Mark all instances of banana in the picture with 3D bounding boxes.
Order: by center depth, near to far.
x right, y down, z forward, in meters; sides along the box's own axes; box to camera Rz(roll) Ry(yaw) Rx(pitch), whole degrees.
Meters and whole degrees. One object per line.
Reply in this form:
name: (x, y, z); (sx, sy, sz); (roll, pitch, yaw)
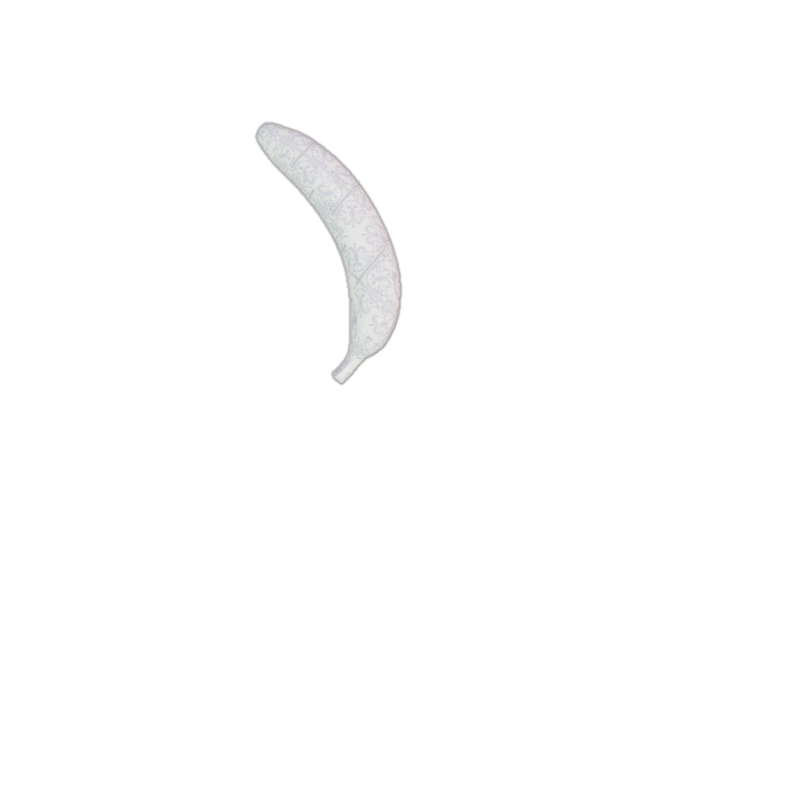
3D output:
banana: (-0.044, -0.116, 0.797); (0.069, 0.203, 0.036); (-17, -9, -3)
